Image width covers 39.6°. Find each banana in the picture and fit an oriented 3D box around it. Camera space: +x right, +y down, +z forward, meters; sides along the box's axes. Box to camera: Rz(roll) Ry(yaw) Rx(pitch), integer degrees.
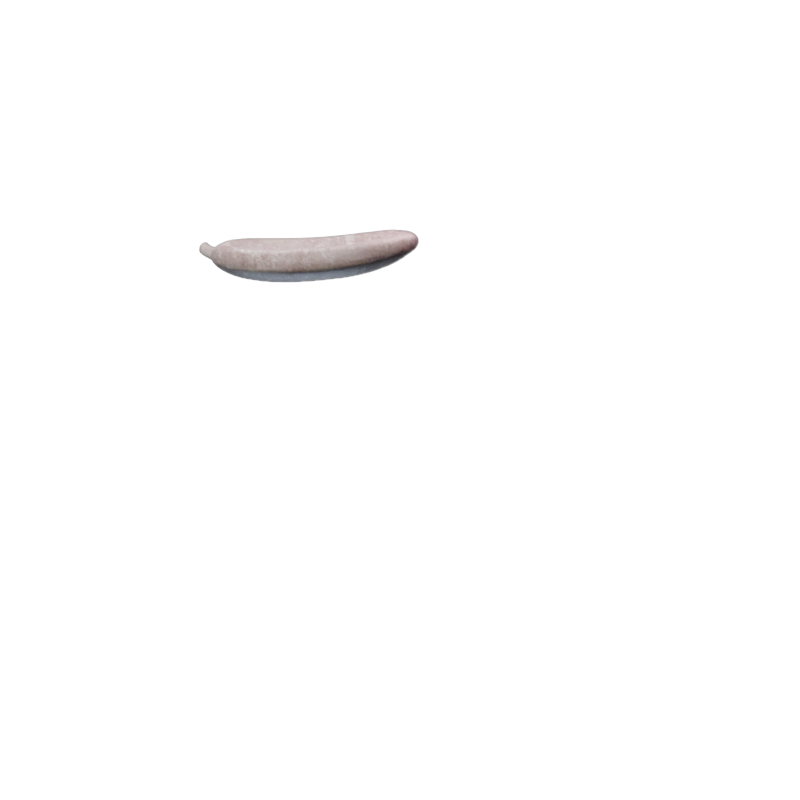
[{"bbox_3d":[-0.080,-0.130,0.973,0.197,0.034,0.074,-1,33,-2],"label":"banana"}]
